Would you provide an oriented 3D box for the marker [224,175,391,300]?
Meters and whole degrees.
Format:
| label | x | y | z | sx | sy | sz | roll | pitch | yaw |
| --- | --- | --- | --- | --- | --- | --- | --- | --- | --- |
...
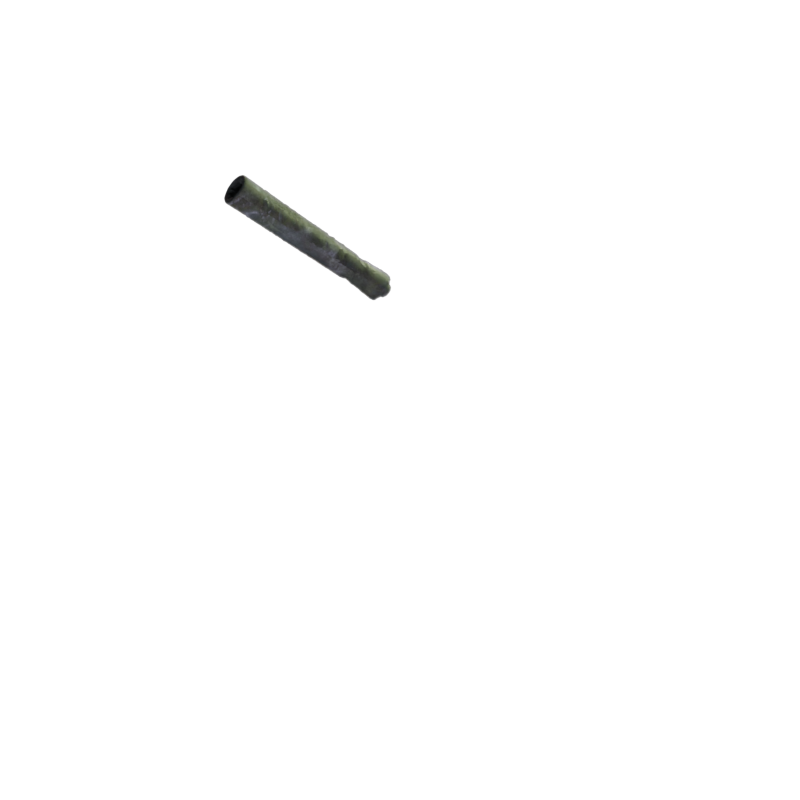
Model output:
| label | x | y | z | sx | sy | sz | roll | pitch | yaw |
| --- | --- | --- | --- | --- | --- | --- | --- | --- | --- |
| marker | -0.051 | -0.093 | 0.652 | 0.114 | 0.020 | 0.020 | 31 | -14 | -29 |
